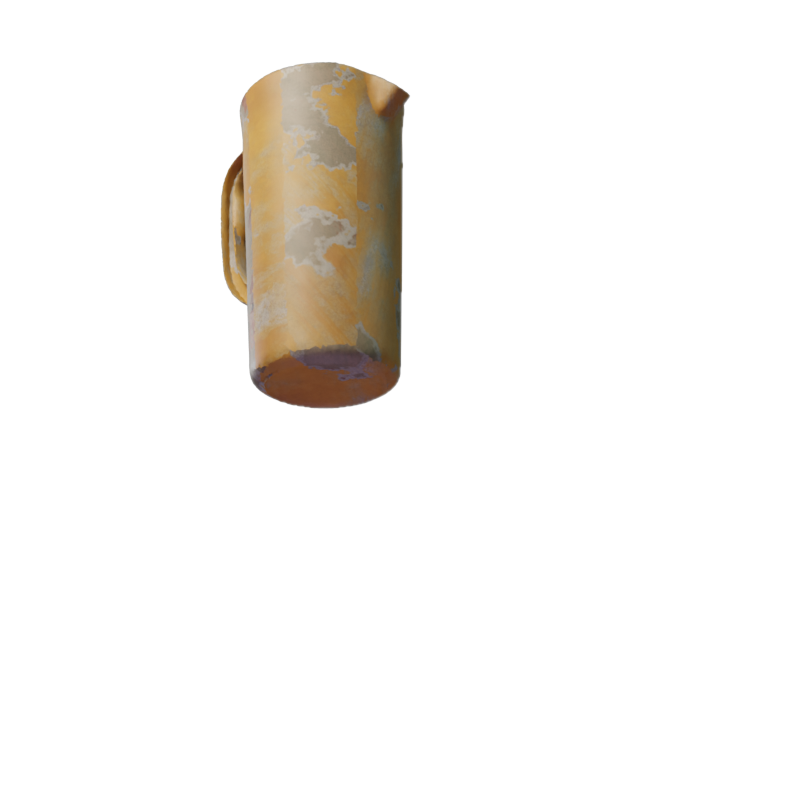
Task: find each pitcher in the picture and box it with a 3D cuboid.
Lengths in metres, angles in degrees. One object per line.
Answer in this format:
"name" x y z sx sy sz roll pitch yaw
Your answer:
"pitcher" -0.066 -0.121 0.847 0.144 0.257 0.142 2 -26 -7
